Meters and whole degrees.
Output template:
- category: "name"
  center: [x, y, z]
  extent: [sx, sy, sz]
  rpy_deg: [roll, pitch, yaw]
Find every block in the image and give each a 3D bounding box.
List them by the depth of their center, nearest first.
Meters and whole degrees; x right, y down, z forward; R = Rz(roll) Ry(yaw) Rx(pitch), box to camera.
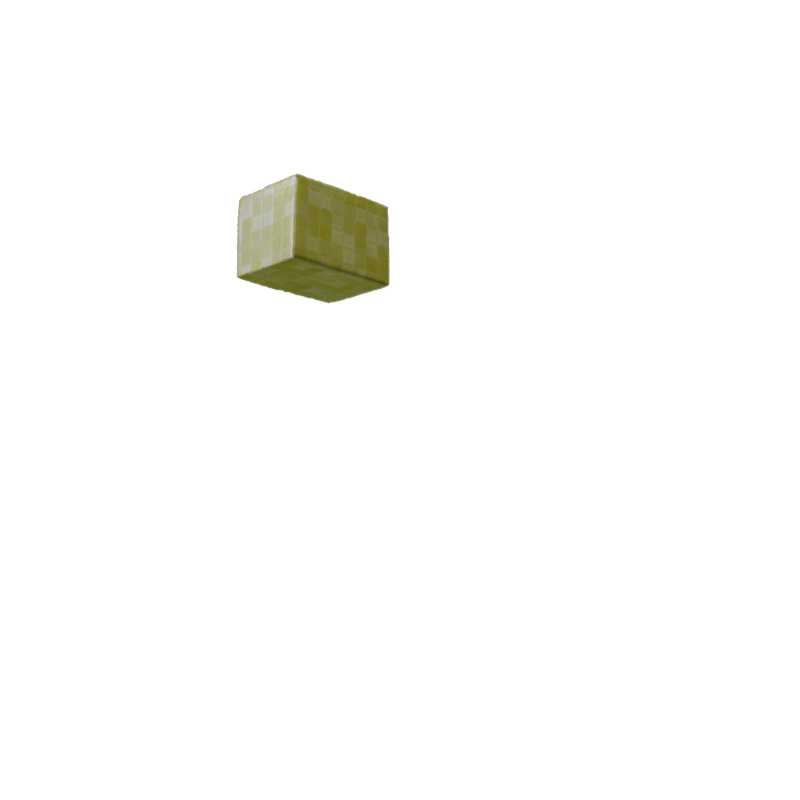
- category: "block"
  center: [-0.051, -0.093, 0.651]
  extent: [0.054, 0.053, 0.074]
  rpy_deg: [-15, -20, 42]
